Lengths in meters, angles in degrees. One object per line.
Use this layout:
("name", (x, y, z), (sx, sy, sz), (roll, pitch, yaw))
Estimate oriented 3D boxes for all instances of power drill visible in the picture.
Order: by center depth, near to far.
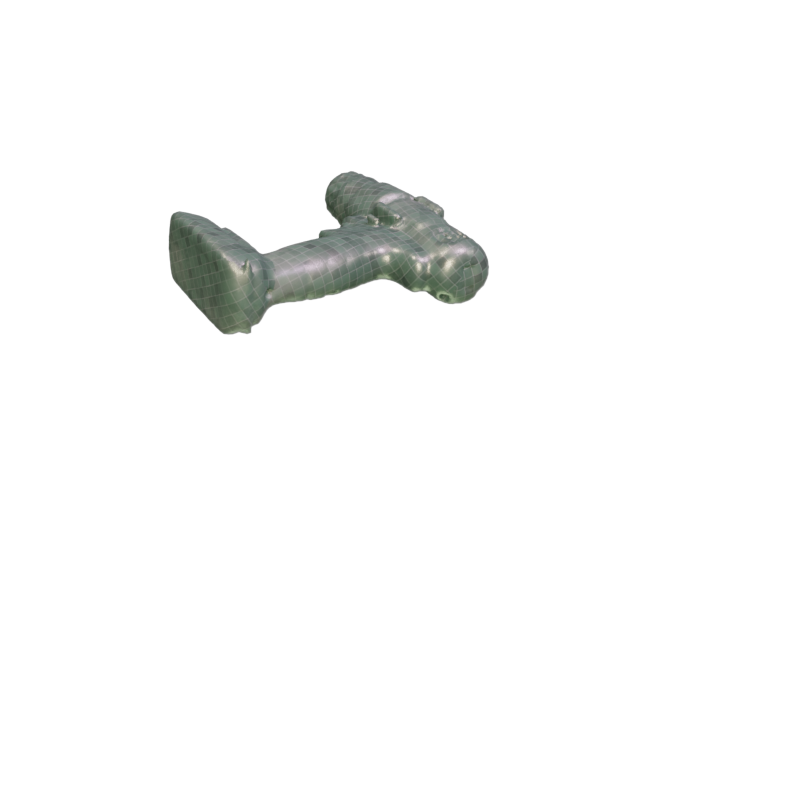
("power drill", (-0.060, -0.109, 0.765), (0.184, 0.054, 0.198), (-14, 31, -25))
